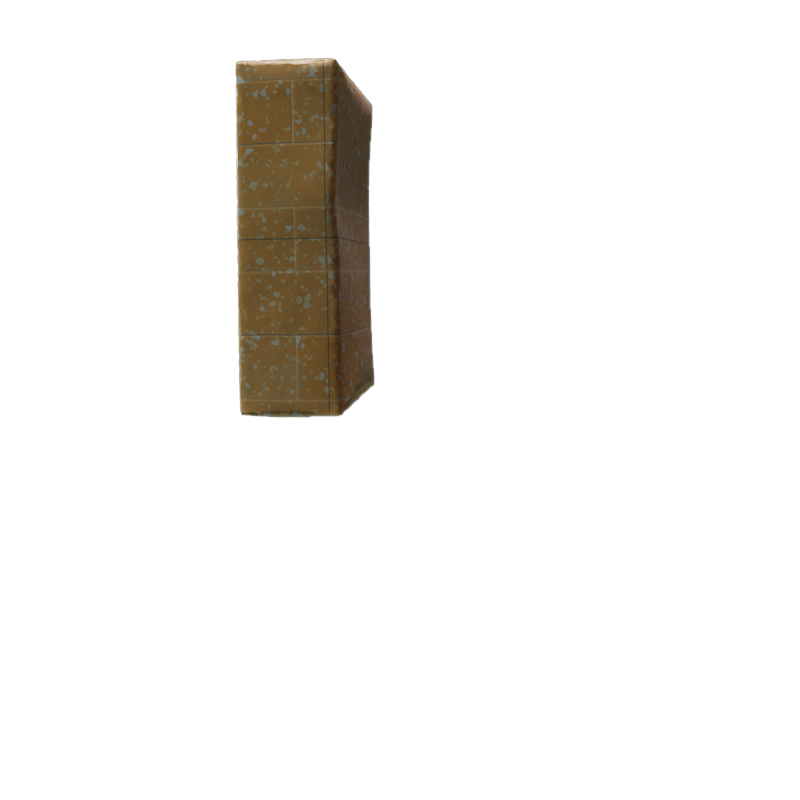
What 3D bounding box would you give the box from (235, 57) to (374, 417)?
[{"bbox_3d":[-0.057,-0.105,0.733,0.072,0.214,0.162,0,1,6],"label":"box"}]
